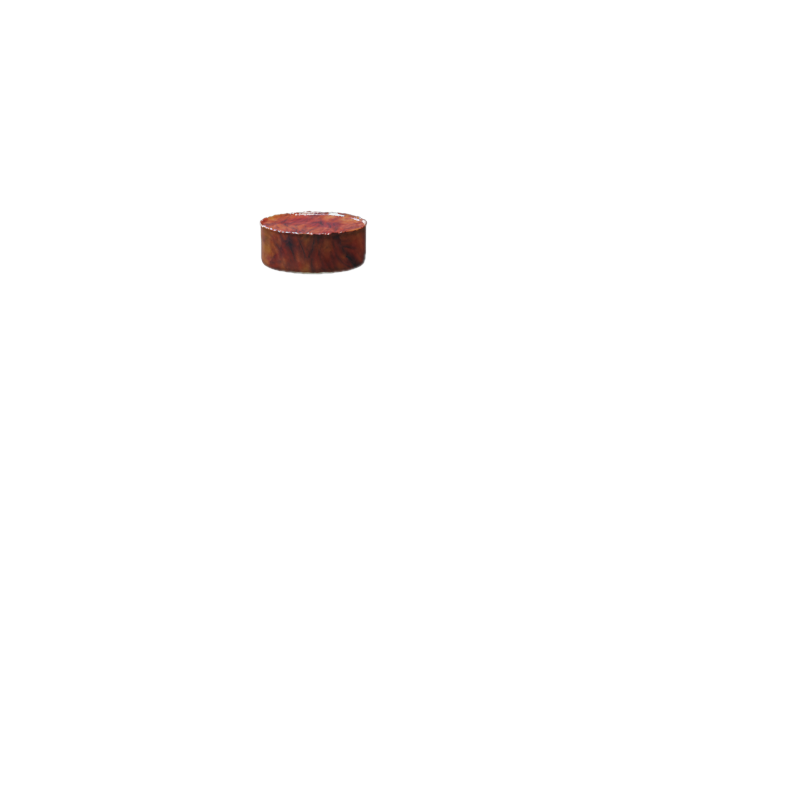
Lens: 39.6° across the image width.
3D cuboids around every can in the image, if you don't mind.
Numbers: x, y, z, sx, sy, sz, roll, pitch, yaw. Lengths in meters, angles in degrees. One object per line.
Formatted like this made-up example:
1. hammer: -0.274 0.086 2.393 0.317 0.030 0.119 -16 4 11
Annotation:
1. can: -0.069 -0.127 0.888 0.086 0.032 0.089 -1 19 -2
